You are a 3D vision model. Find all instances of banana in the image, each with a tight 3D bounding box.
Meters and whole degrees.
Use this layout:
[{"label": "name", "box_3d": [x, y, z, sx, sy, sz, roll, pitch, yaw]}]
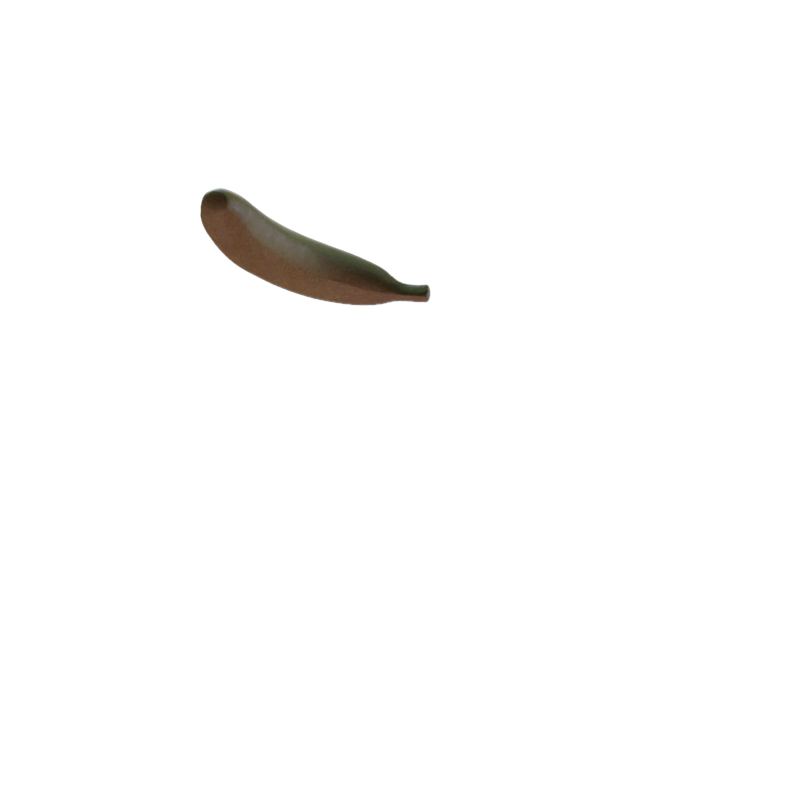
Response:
[{"label": "banana", "box_3d": [-0.067, -0.097, 0.722, 0.070, 0.038, 0.186, -17, -23, 41]}]
